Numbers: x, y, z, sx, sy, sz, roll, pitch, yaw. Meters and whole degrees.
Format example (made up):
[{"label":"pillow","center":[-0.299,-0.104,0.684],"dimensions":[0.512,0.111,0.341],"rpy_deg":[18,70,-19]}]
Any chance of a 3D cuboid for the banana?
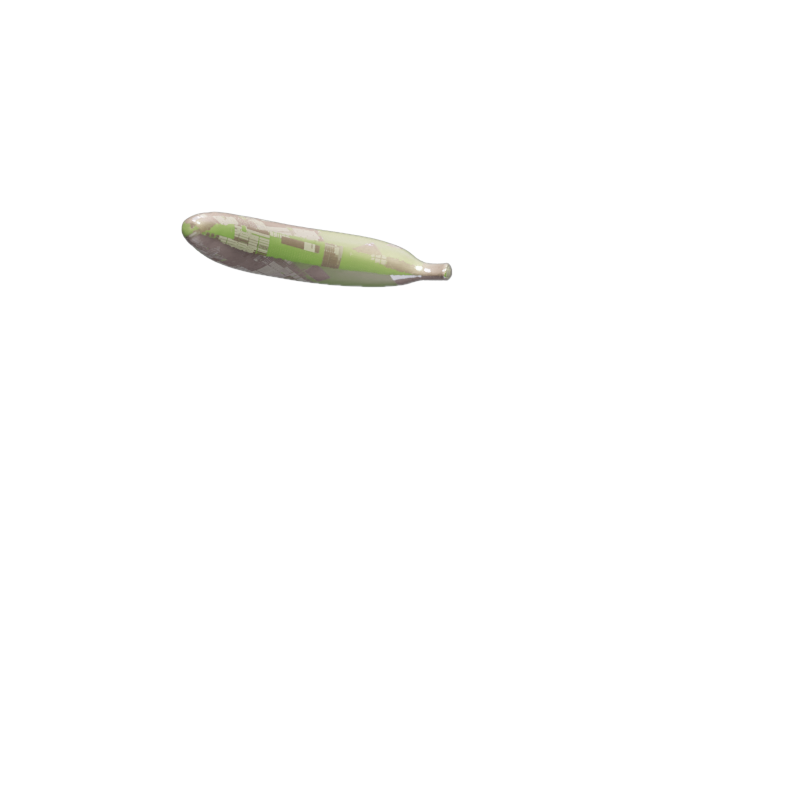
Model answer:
[{"label":"banana","center":[-0.064,-0.103,0.755],"dimensions":[0.190,0.038,0.070],"rpy_deg":[4,-10,-27]}]
